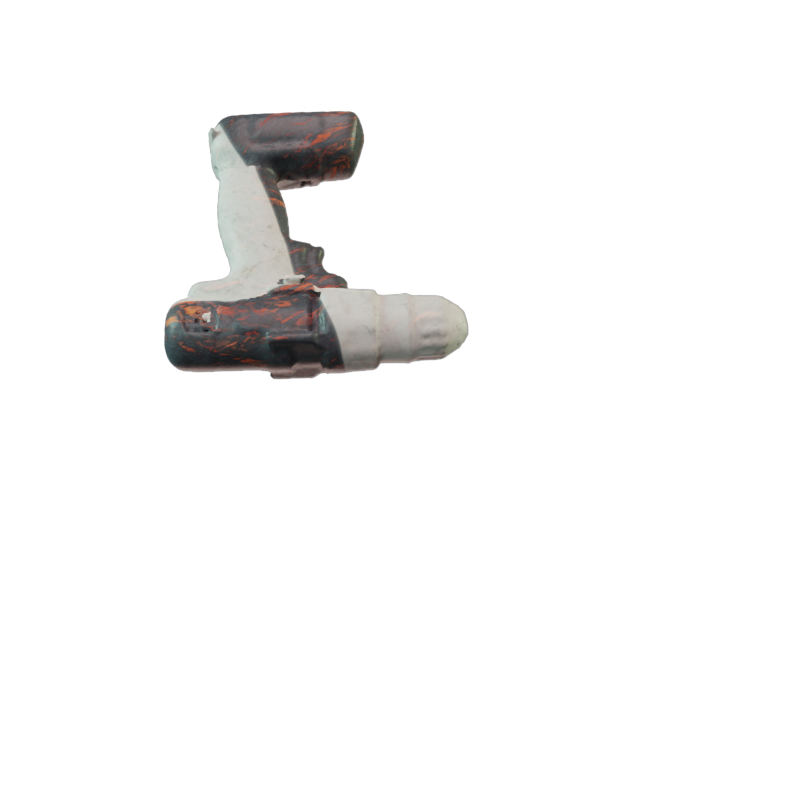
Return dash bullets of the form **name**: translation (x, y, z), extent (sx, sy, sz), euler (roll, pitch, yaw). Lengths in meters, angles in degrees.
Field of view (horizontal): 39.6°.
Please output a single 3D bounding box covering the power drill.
- **power drill**: translation (-0.056, -0.102, 0.715), extent (0.184, 0.201, 0.054), euler (-2, -35, -2)
